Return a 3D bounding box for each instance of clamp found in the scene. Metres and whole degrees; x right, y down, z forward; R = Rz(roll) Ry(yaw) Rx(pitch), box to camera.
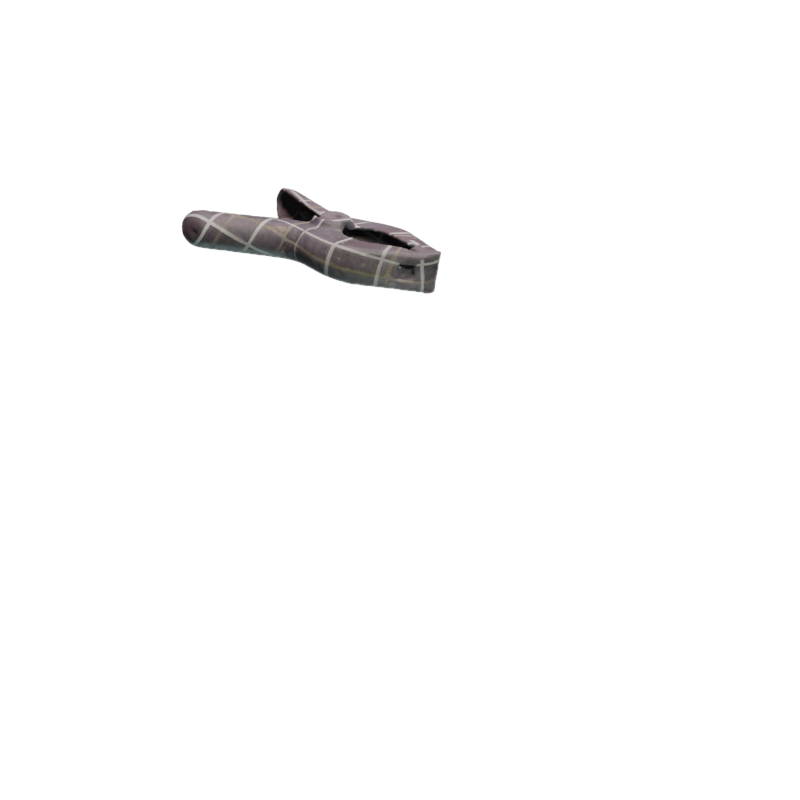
[{"bbox_3d":[-0.058,-0.105,0.738,0.182,0.037,0.119,22,34,37],"label":"clamp"}]
